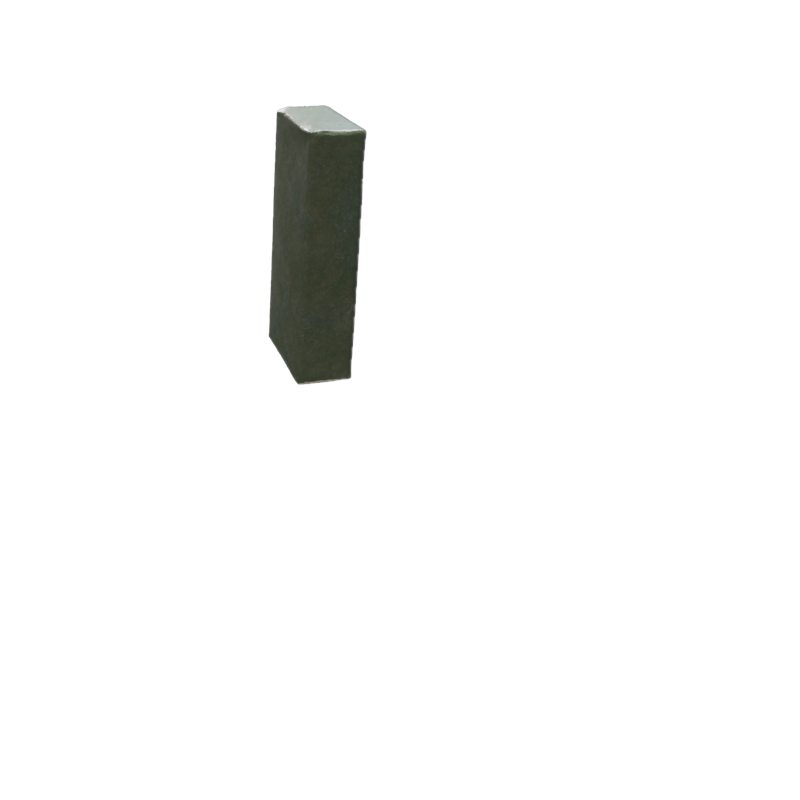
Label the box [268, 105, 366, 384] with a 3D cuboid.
[{"bbox_3d":[-0.061,-0.110,0.769,0.047,0.169,0.099,-5,20,-18],"label":"box"}]
